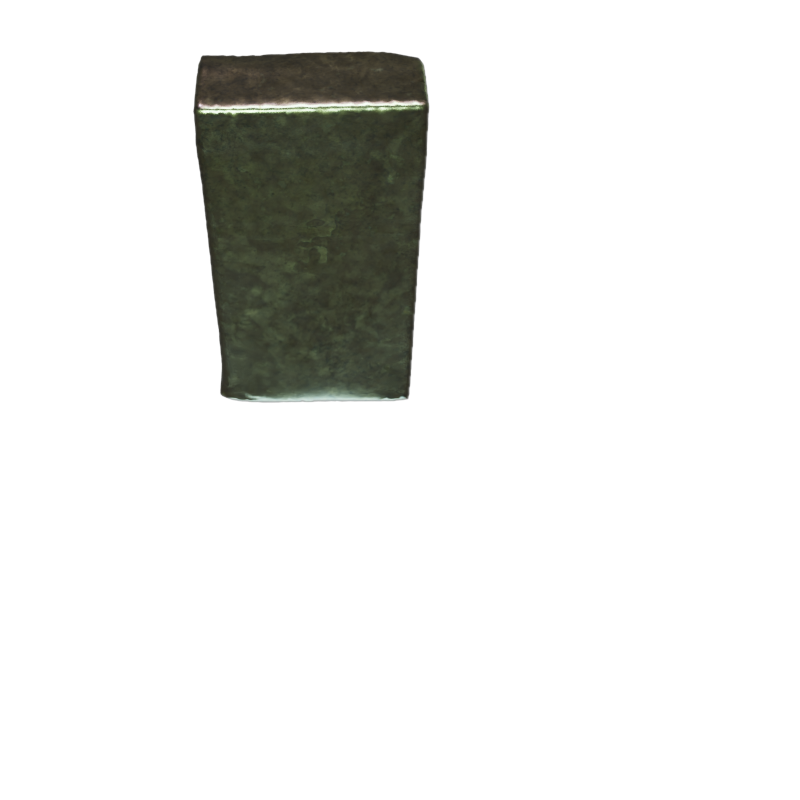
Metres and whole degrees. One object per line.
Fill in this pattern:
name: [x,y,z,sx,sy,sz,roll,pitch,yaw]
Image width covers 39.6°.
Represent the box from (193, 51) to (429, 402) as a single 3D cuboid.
box: [-0.038,-0.071,0.494,0.093,0.164,0.052,1,44,-3]
